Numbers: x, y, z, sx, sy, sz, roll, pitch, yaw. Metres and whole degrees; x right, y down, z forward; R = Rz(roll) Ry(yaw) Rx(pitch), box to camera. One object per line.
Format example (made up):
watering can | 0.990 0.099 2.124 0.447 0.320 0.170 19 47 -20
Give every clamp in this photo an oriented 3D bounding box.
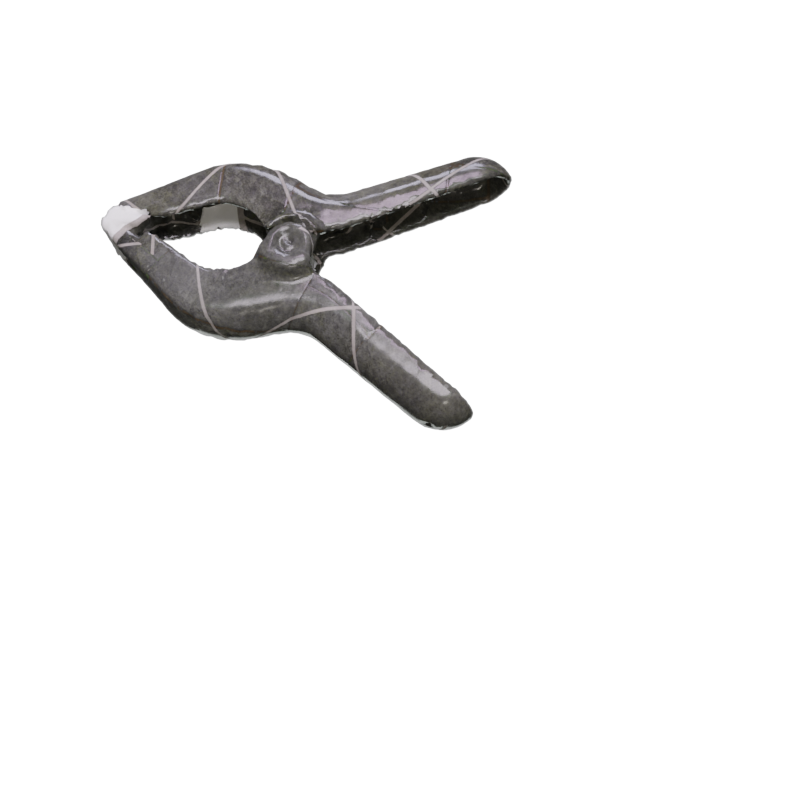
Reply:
clamp | -0.037 -0.067 0.468 0.175 0.125 0.037 18 -29 10
